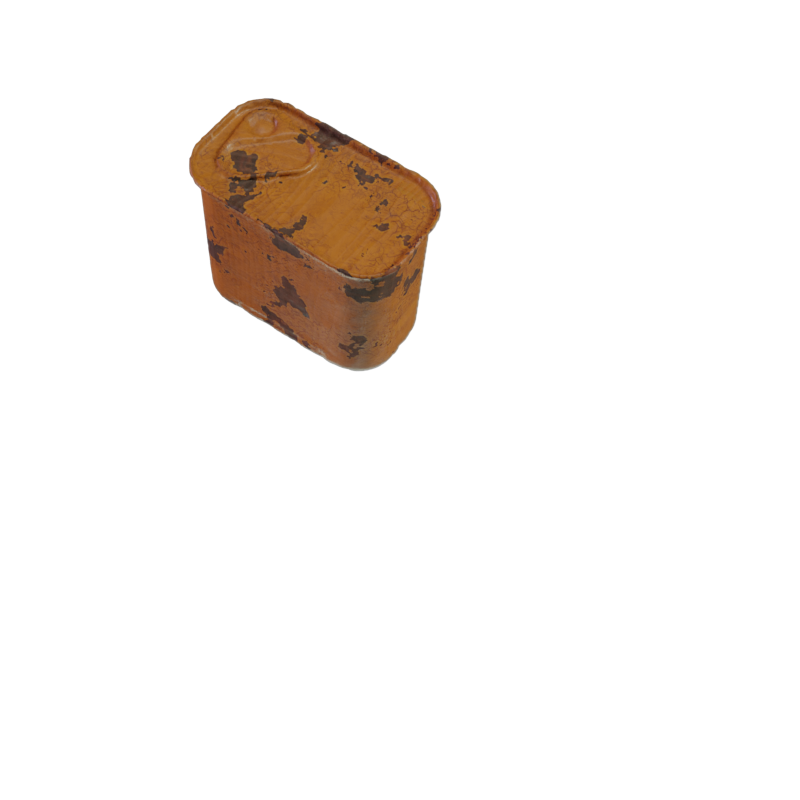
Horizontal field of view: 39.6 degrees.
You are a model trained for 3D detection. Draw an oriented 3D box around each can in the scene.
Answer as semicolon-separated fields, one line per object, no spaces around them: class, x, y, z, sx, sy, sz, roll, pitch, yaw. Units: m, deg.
can;-0.037;-0.068;0.475;0.106;0.059;0.078;32;-27;17
